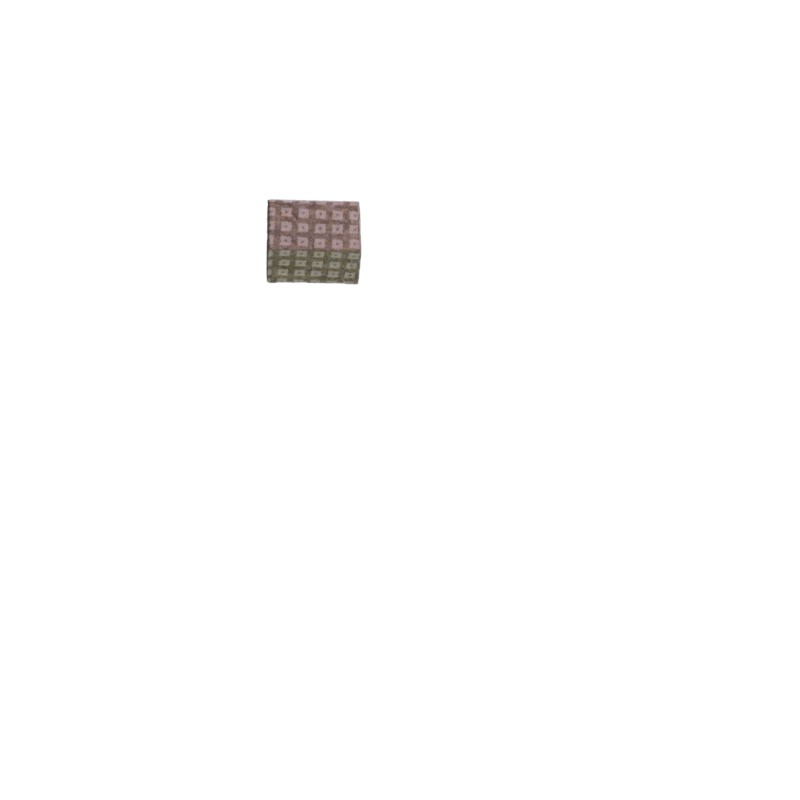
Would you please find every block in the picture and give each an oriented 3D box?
[{"bbox_3d":[-0.072,-0.131,0.916,0.078,0.055,0.050,1,-30,-4],"label":"block"}]
